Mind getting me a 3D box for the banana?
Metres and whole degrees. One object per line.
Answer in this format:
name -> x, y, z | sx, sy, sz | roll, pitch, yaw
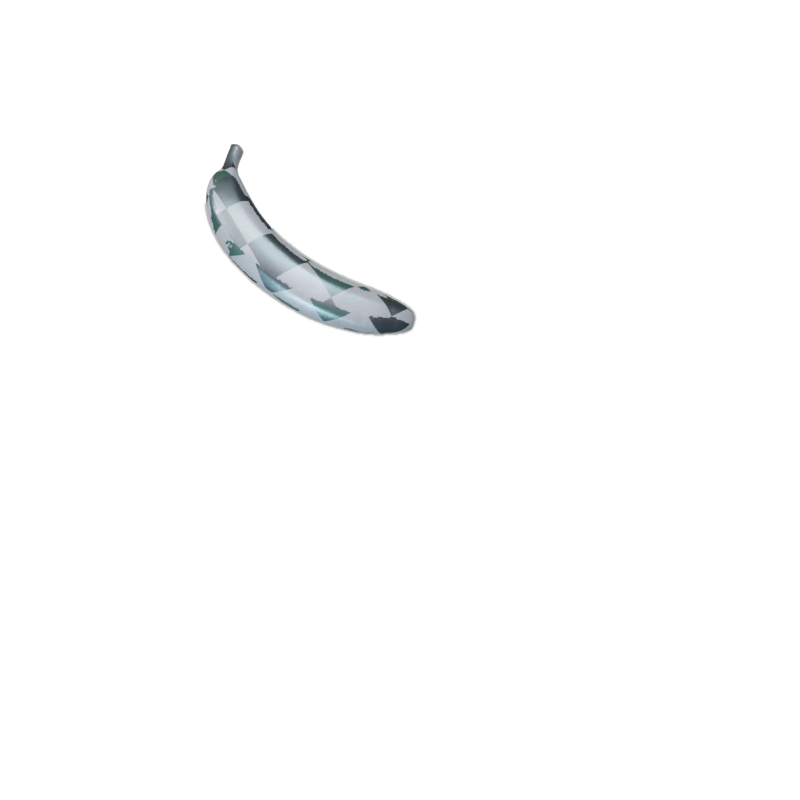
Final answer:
banana -> -0.079, -0.105, 0.804 | 0.070, 0.205, 0.035 | -42, -14, -13
